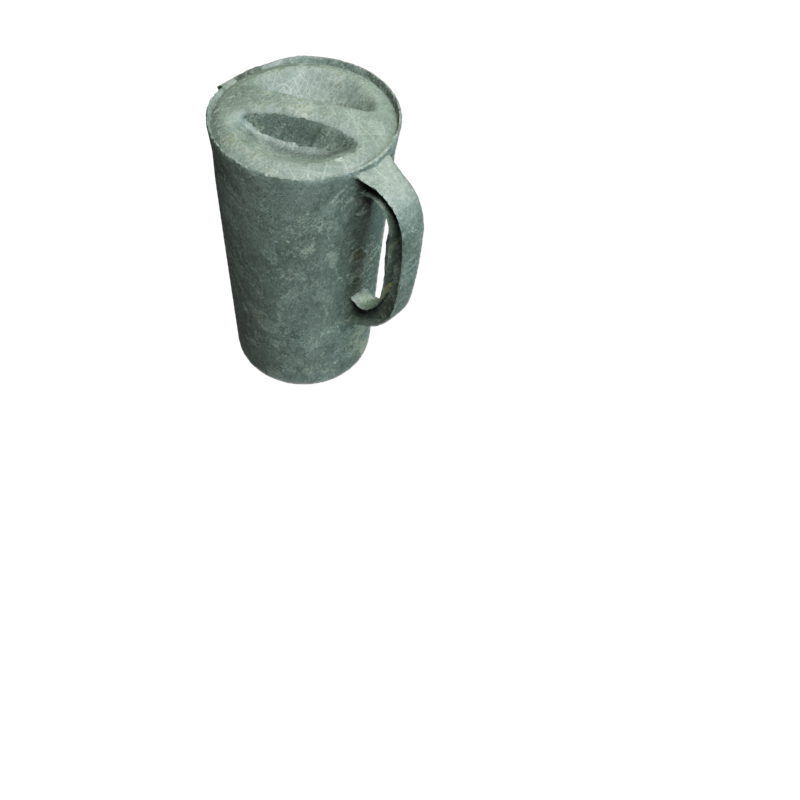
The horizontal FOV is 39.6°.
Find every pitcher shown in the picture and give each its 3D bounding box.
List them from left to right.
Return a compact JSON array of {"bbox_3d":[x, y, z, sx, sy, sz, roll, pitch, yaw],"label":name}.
[{"bbox_3d":[-0.064,-0.117,0.823,0.144,0.160,0.226,0,-41,-3],"label":"pitcher"}]
